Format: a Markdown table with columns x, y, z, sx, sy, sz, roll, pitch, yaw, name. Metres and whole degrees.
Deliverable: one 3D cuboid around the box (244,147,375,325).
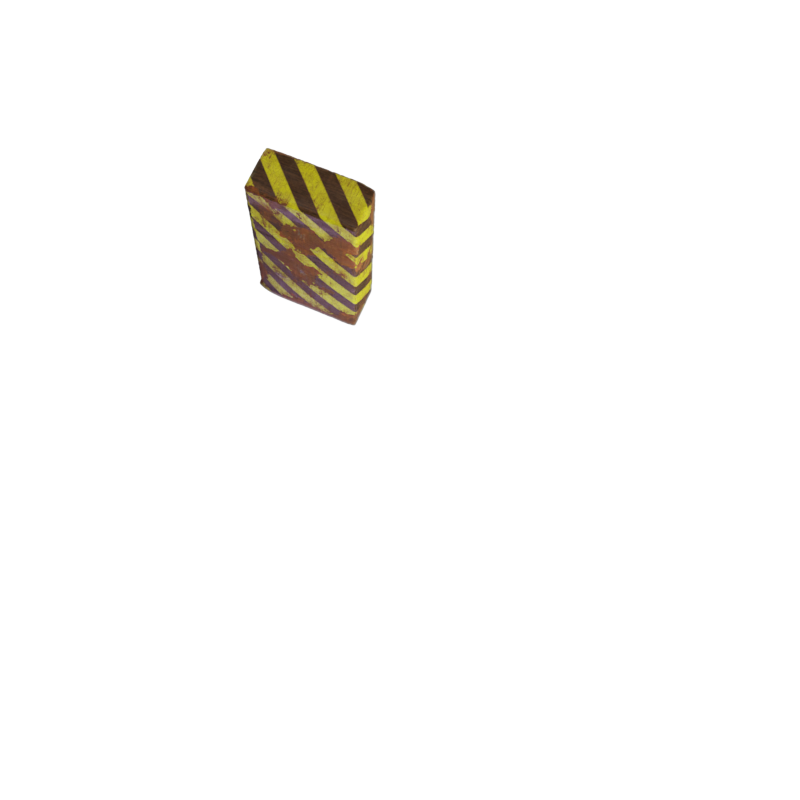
| x | y | z | sx | sy | sz | roll | pitch | yaw | name |
| --- | --- | --- | --- | --- | --- | --- | --- | --- | --- |
| -0.069 | -0.127 | 0.887 | 0.095 | 0.050 | 0.167 | 24 | -22 | 7 | box |
